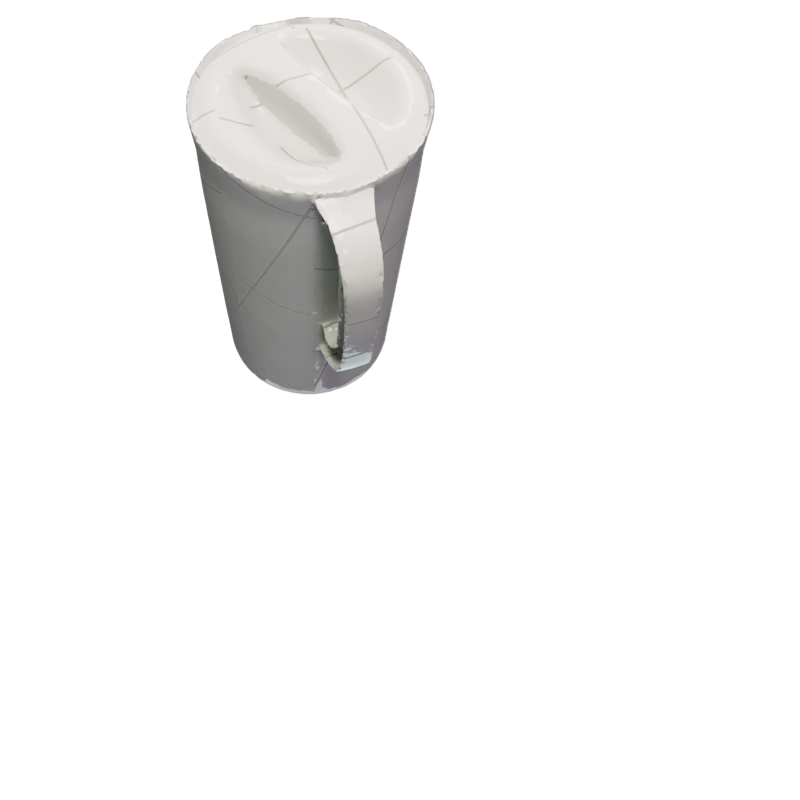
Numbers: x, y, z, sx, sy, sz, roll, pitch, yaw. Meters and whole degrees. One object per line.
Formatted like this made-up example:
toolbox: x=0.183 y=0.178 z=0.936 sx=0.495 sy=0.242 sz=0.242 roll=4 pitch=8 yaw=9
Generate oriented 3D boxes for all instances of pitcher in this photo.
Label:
pitcher: x=-0.053 y=-0.097 z=0.677 sx=0.149 sy=0.154 sz=0.227 roll=24 pitch=-31 yaw=12
